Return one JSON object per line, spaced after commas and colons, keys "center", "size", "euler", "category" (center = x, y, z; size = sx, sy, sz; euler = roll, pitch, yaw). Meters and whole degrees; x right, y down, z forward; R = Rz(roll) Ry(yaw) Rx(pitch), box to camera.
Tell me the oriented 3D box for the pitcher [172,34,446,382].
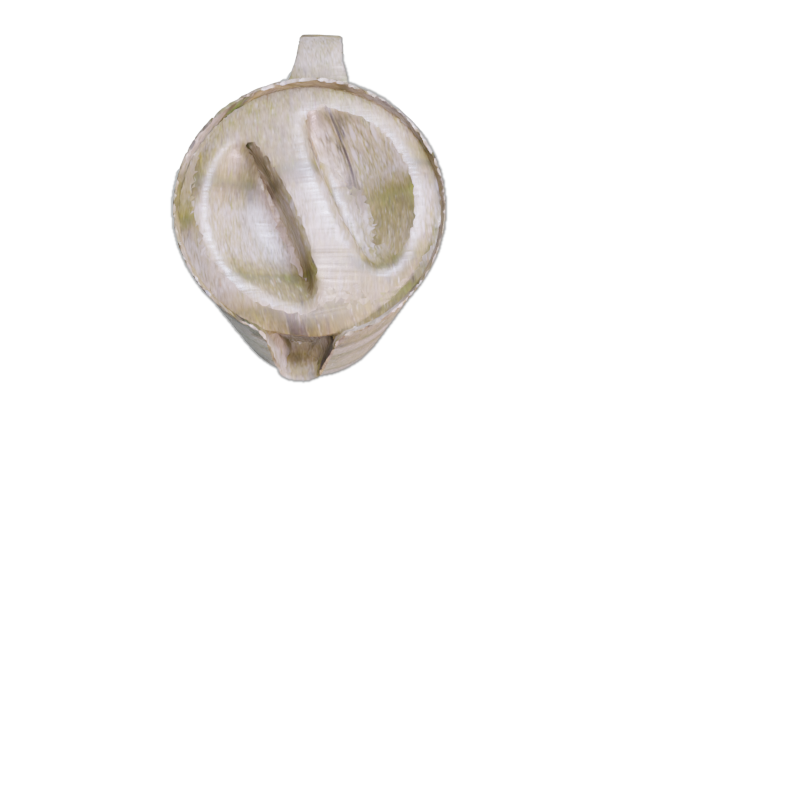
{"center": [-0.051, -0.093, 0.650], "size": [0.150, 0.148, 0.237], "euler": [-43, -4, -8], "category": "pitcher"}
